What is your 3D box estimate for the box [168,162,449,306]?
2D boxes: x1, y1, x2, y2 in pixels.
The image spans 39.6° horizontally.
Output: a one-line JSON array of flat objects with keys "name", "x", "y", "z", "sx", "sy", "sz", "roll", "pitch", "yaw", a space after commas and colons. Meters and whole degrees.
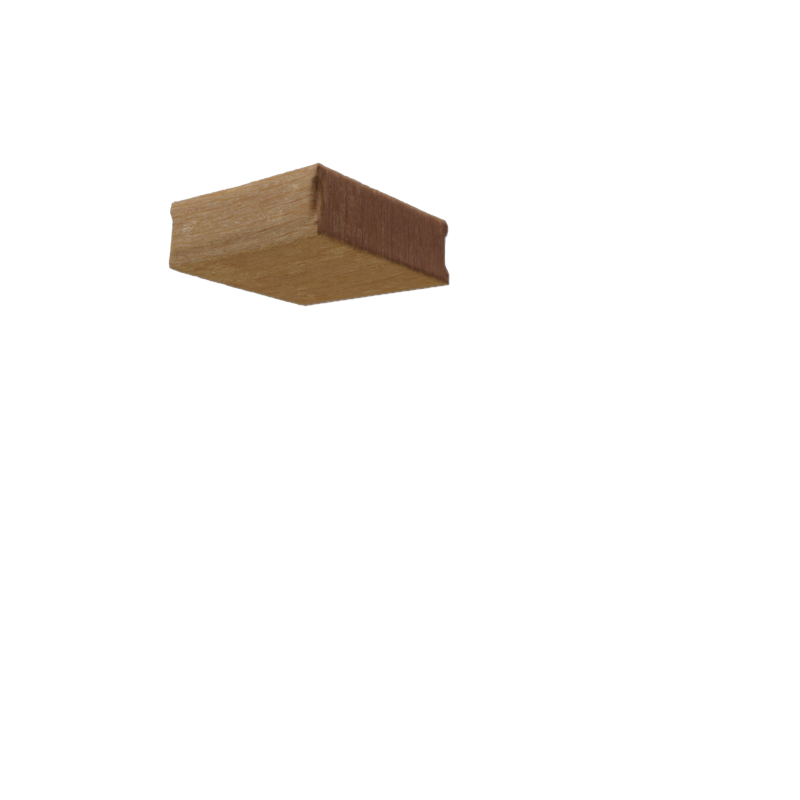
[{"name": "box", "x": -0.034, "y": -0.062, "z": 0.434, "sx": 0.075, "sy": 0.031, "sz": 0.084, "roll": -7, "pitch": -11, "yaw": 36}]
